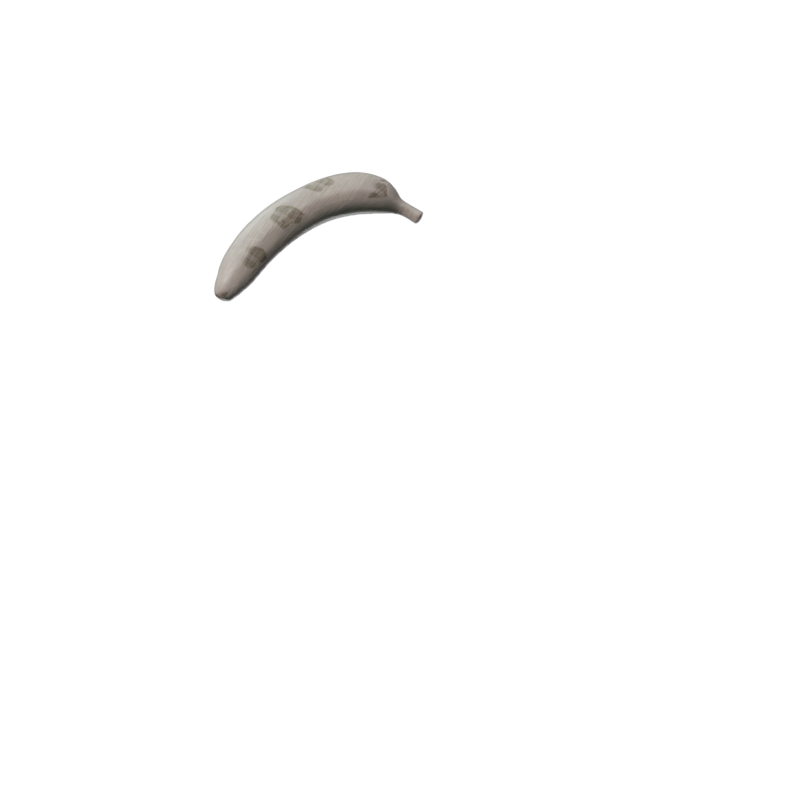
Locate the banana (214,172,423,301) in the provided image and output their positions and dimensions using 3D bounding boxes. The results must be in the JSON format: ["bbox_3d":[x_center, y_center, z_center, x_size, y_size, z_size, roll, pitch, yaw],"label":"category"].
[{"bbox_3d":[-0.079,-0.151,0.951,0.197,0.074,0.034,-25,-28,-15],"label":"banana"}]
